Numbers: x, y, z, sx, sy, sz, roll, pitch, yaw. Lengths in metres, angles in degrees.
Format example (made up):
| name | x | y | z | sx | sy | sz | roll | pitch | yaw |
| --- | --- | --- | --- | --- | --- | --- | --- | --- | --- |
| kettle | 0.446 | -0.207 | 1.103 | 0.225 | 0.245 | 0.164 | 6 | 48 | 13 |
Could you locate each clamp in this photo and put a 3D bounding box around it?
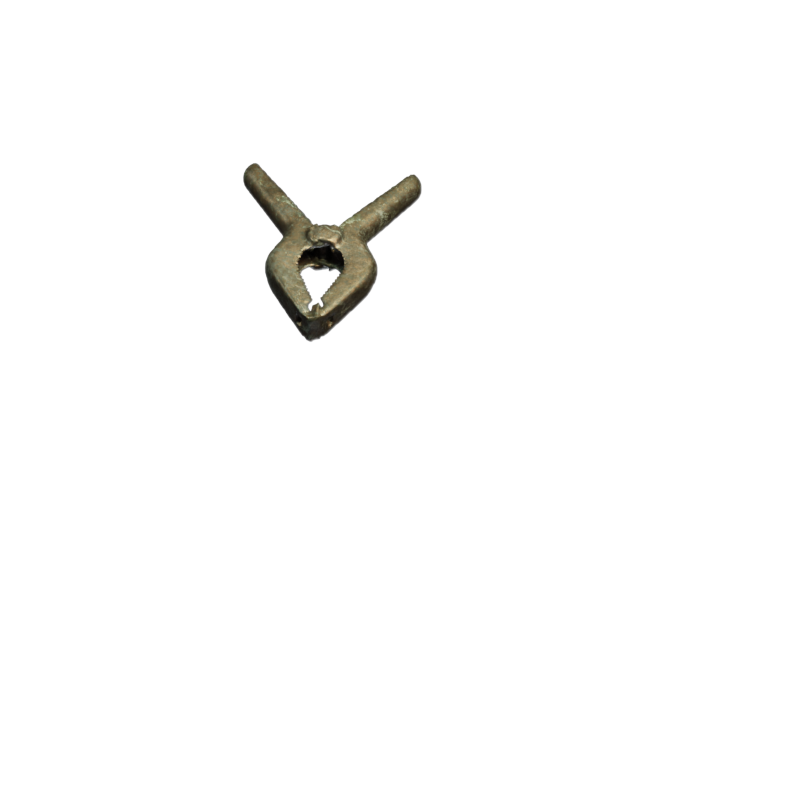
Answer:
| name | x | y | z | sx | sy | sz | roll | pitch | yaw |
| --- | --- | --- | --- | --- | --- | --- | --- | --- | --- |
| clamp | -0.076 | -0.138 | 0.966 | 0.167 | 0.223 | 0.034 | 7 | -44 | 7 |
